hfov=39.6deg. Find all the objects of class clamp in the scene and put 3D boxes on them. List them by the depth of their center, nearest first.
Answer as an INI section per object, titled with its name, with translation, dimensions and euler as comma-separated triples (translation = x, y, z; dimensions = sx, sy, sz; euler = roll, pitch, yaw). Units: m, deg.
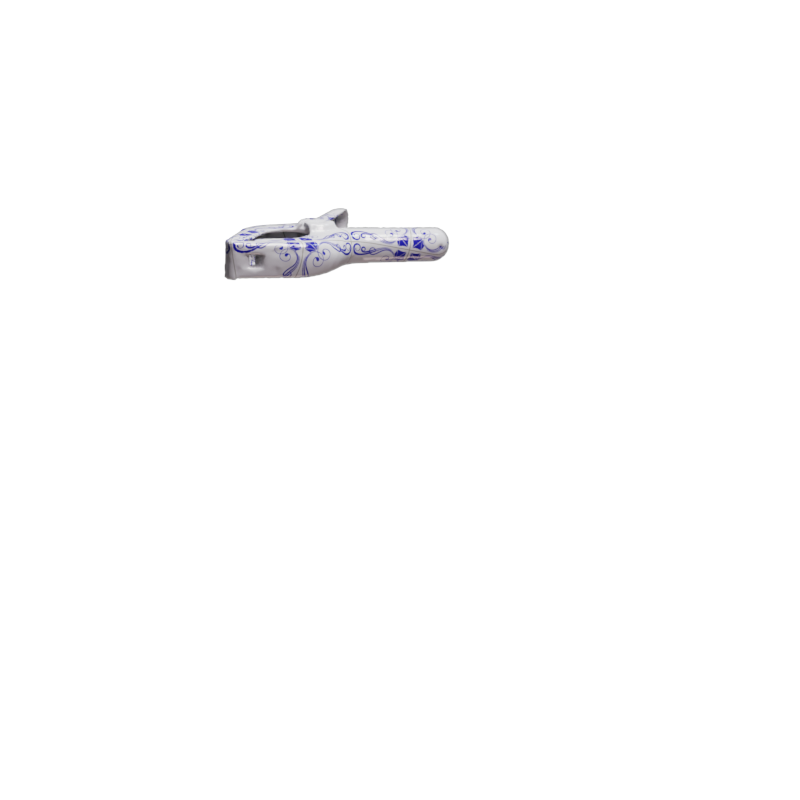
[clamp]
translation = -0.064, -0.116, 0.814
dimensions = 0.166, 0.038, 0.126
euler = -9, 16, -35
